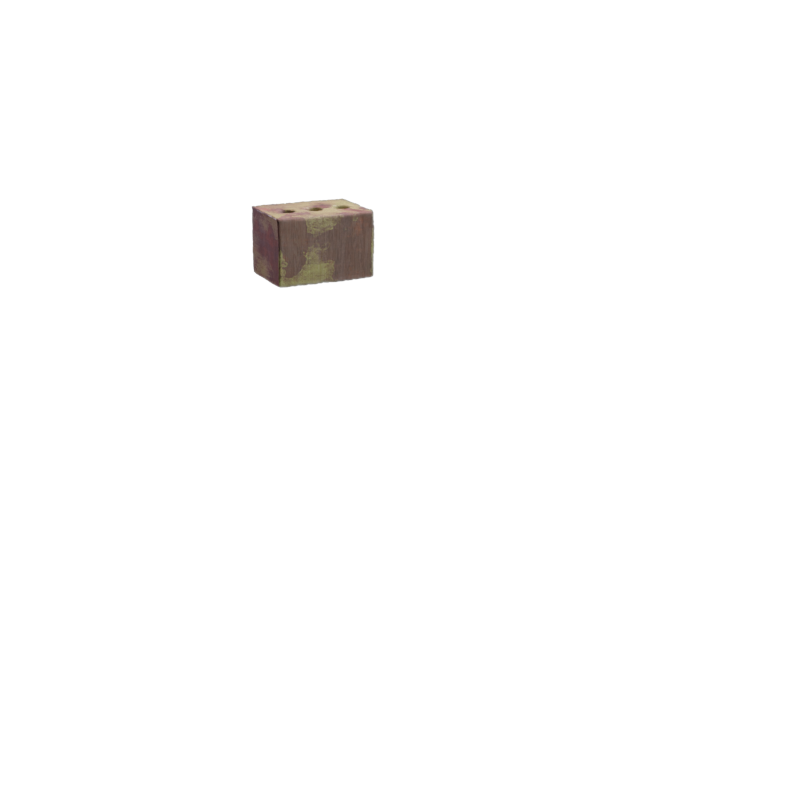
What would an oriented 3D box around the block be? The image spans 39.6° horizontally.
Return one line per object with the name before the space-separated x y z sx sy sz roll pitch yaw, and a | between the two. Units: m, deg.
block | -0.064 -0.116 0.815 0.076 0.049 0.056 -8 19 -25
